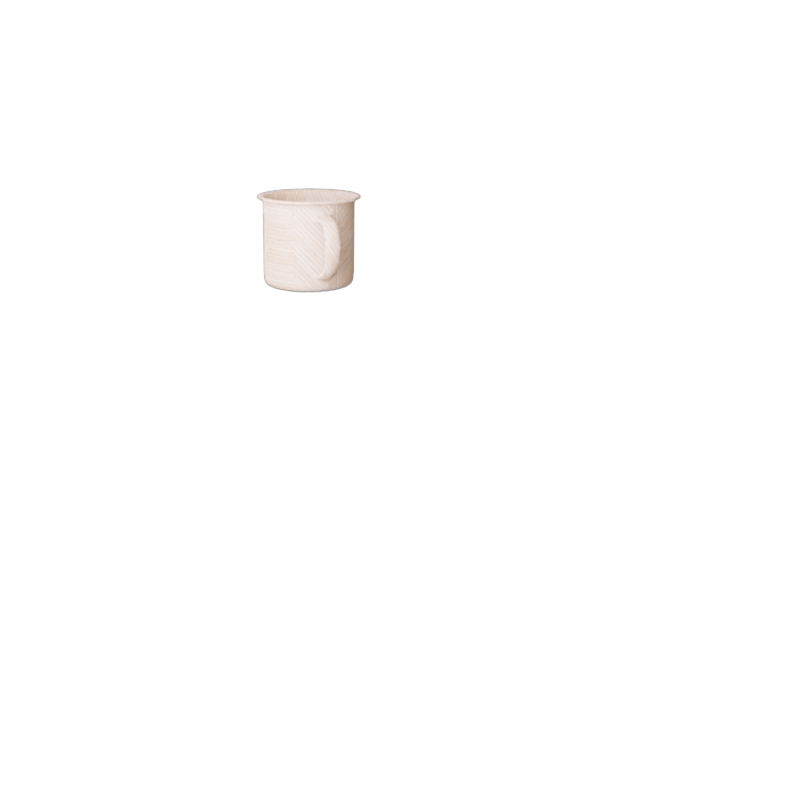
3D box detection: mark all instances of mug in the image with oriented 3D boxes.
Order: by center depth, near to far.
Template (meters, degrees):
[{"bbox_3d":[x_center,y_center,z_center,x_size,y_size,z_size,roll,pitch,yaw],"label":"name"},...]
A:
[{"bbox_3d":[-0.077,-0.140,0.983,0.091,0.079,0.124,-6,17,-22],"label":"mug"}]
